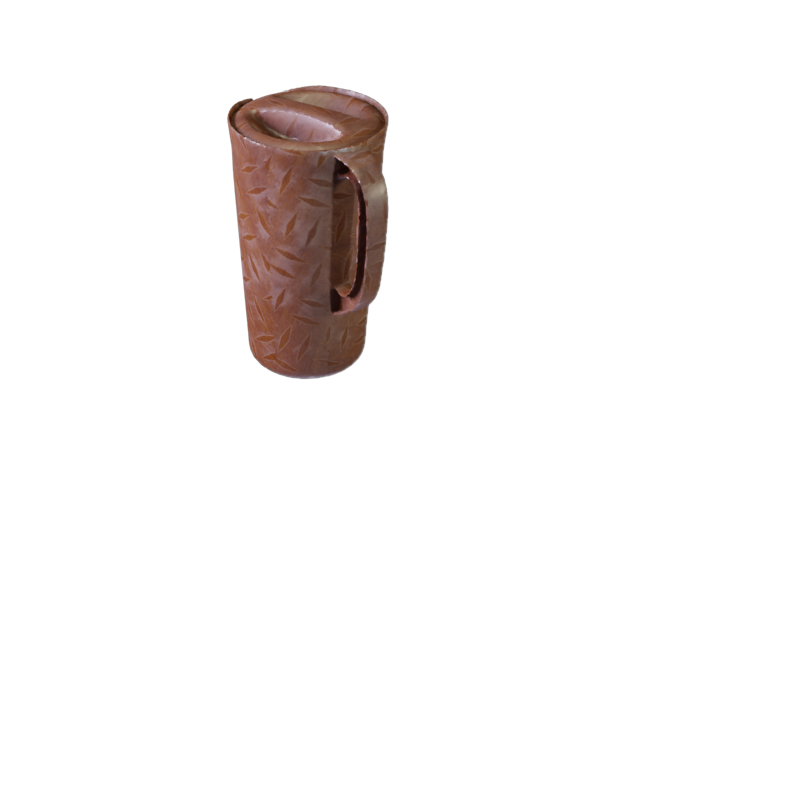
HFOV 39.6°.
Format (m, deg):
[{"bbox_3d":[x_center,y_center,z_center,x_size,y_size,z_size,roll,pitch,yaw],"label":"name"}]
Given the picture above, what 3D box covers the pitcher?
[{"bbox_3d":[-0.075,-0.137,0.960,0.147,0.228,0.157,7,34,7],"label":"pitcher"}]
